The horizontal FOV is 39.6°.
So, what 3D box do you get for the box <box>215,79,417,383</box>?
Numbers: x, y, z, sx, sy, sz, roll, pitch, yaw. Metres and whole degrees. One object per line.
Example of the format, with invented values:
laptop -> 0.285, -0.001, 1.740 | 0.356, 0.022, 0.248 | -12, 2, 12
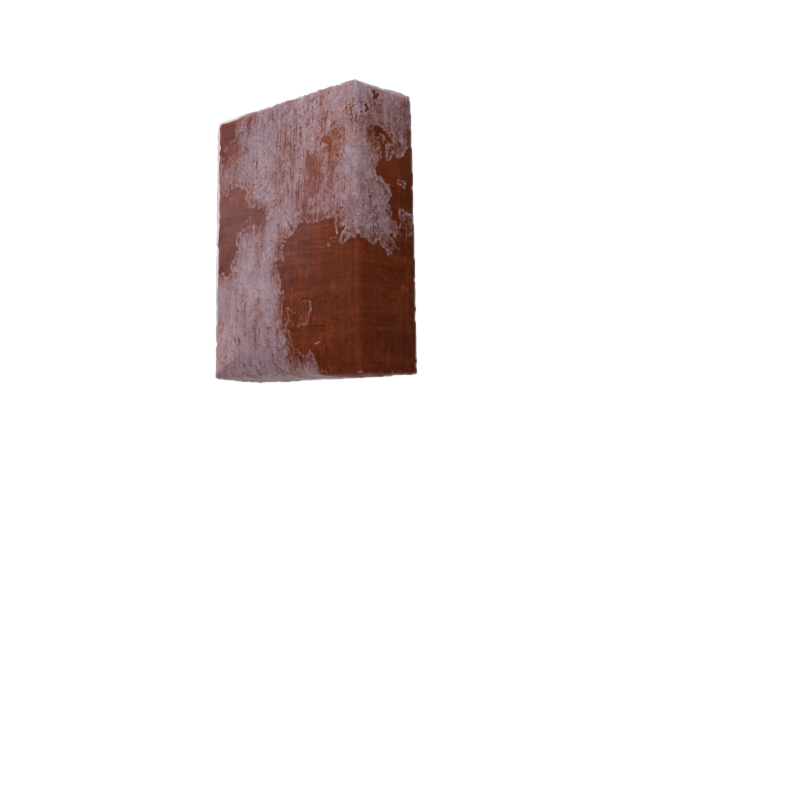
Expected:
box -> -0.068, -0.123, 0.864 | 0.169, 0.219, 0.068 | -7, -11, 44
